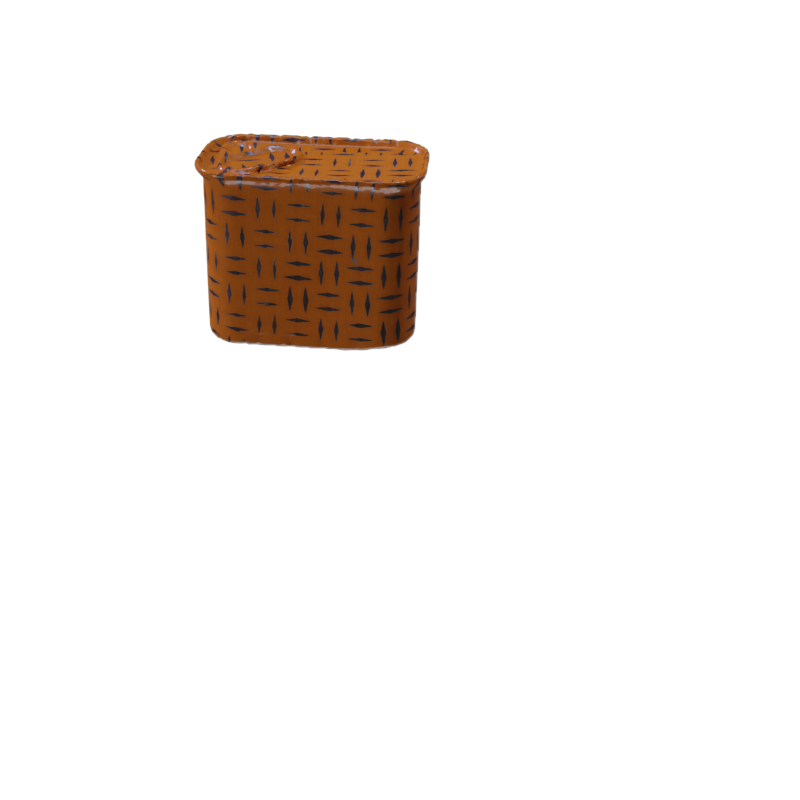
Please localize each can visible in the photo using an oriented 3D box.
[{"bbox_3d":[-0.040,-0.072,0.506,0.103,0.079,0.060,4,27,6],"label":"can"}]
